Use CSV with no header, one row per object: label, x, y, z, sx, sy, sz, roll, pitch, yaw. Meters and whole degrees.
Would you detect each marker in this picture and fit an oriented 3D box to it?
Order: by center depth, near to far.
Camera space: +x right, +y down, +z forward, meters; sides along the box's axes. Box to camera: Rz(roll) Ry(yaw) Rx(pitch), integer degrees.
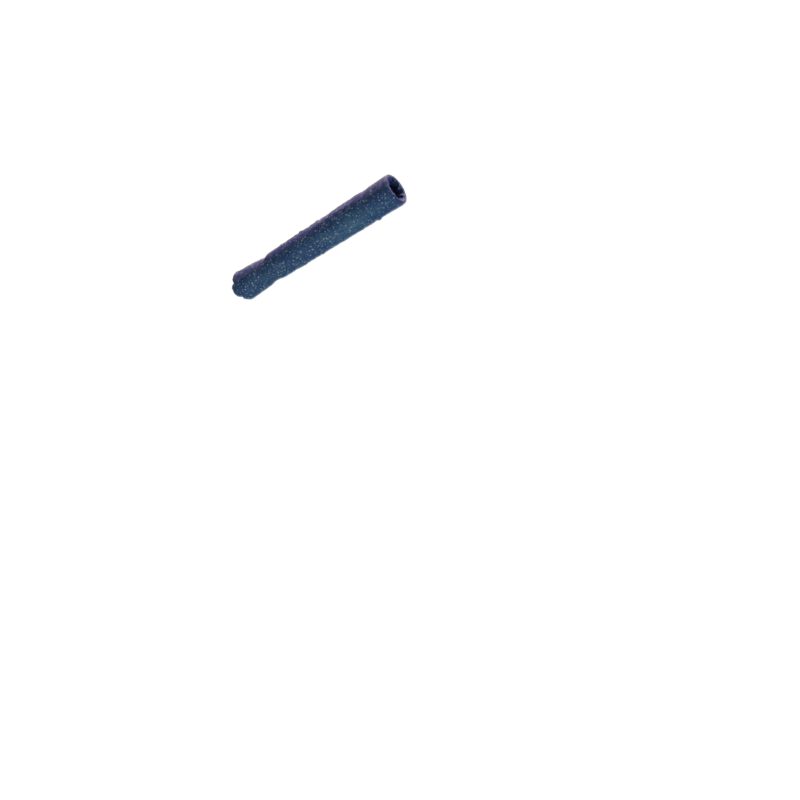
marker,-0.049,-0.090,0.628,0.121,0.020,0.019,-28,-10,28
